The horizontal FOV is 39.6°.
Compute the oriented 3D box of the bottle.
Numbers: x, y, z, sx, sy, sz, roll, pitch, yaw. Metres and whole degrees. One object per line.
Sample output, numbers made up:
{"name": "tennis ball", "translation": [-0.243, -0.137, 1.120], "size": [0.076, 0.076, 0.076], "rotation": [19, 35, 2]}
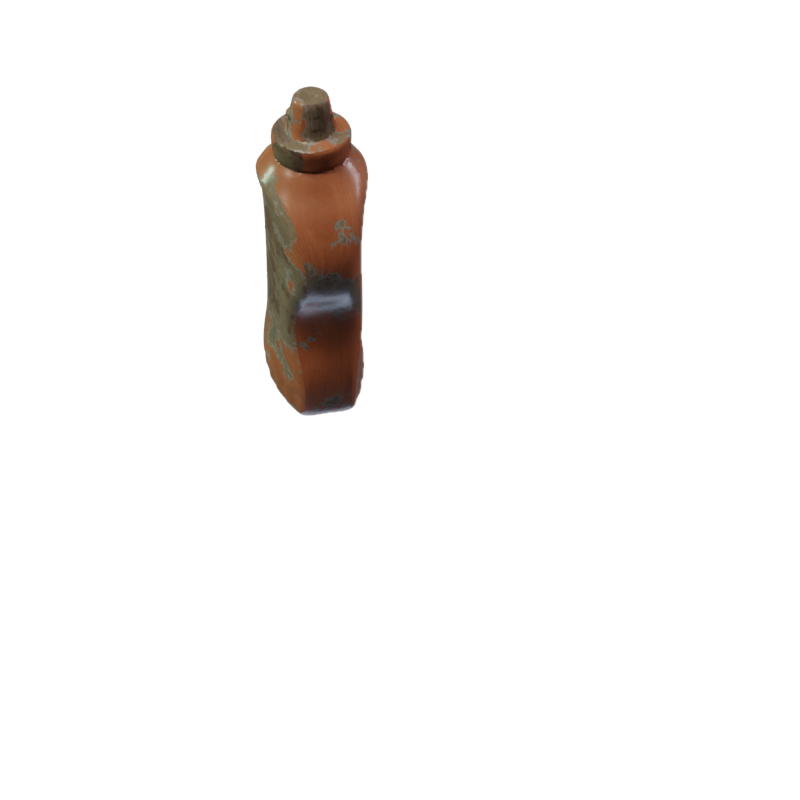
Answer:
{"name": "bottle", "translation": [-0.048, -0.087, 0.609], "size": [0.058, 0.179, 0.104], "rotation": [-6, 46, -10]}
